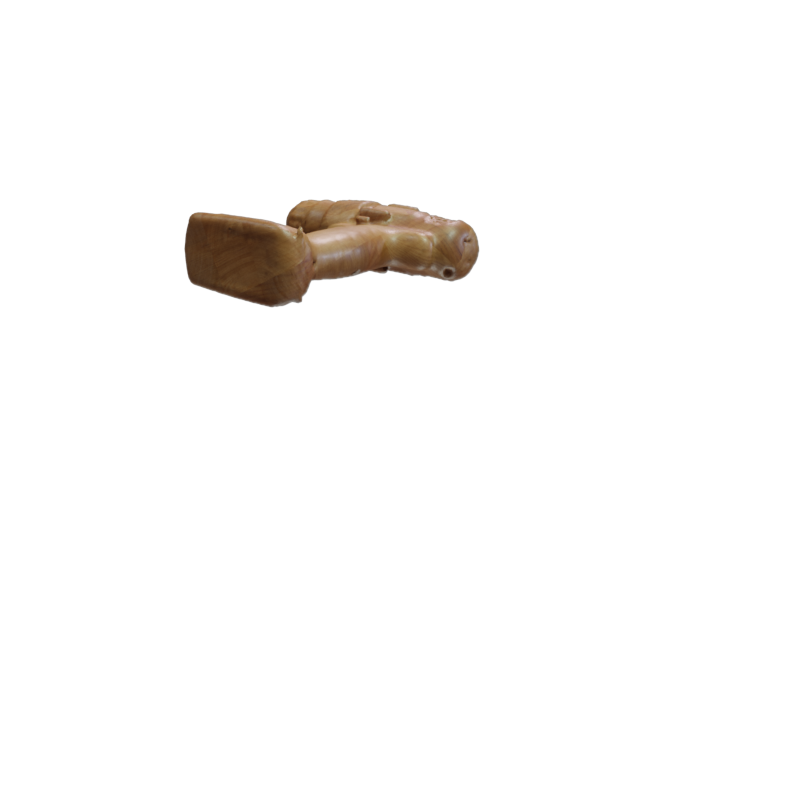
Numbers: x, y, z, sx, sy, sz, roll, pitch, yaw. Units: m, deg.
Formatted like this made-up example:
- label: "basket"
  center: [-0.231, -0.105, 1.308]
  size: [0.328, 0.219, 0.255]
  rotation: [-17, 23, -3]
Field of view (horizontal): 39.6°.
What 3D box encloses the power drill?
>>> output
- label: "power drill"
  center: [-0.064, -0.117, 0.818]
  size: [0.194, 0.056, 0.183]
  rotation: [15, 22, 41]
